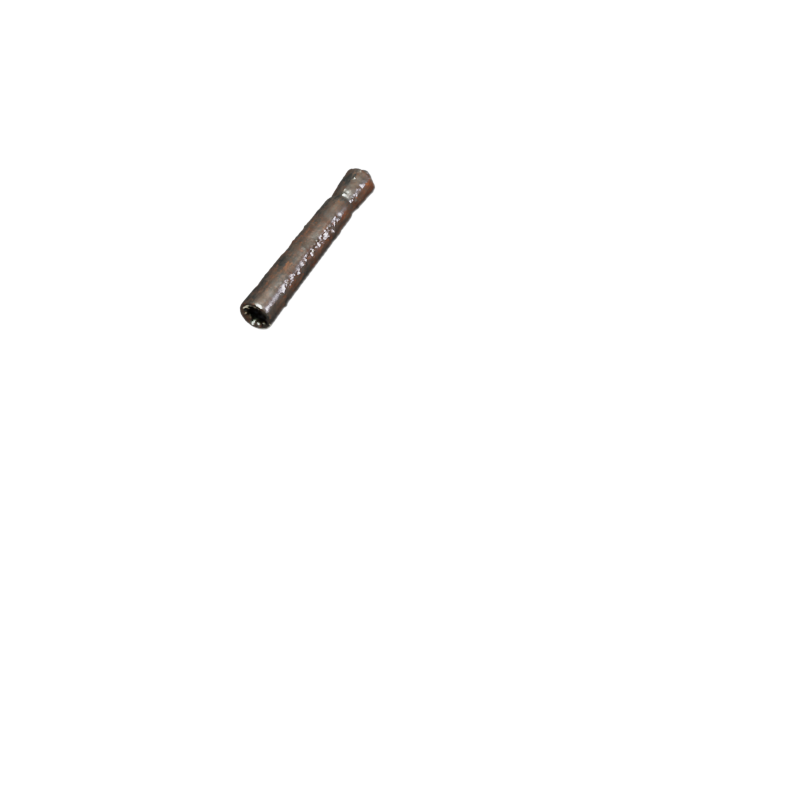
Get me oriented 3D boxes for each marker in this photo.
[{"bbox_3d":[-0.047,-0.085,0.594,0.020,0.018,0.125,1,44,35],"label":"marker"}]
